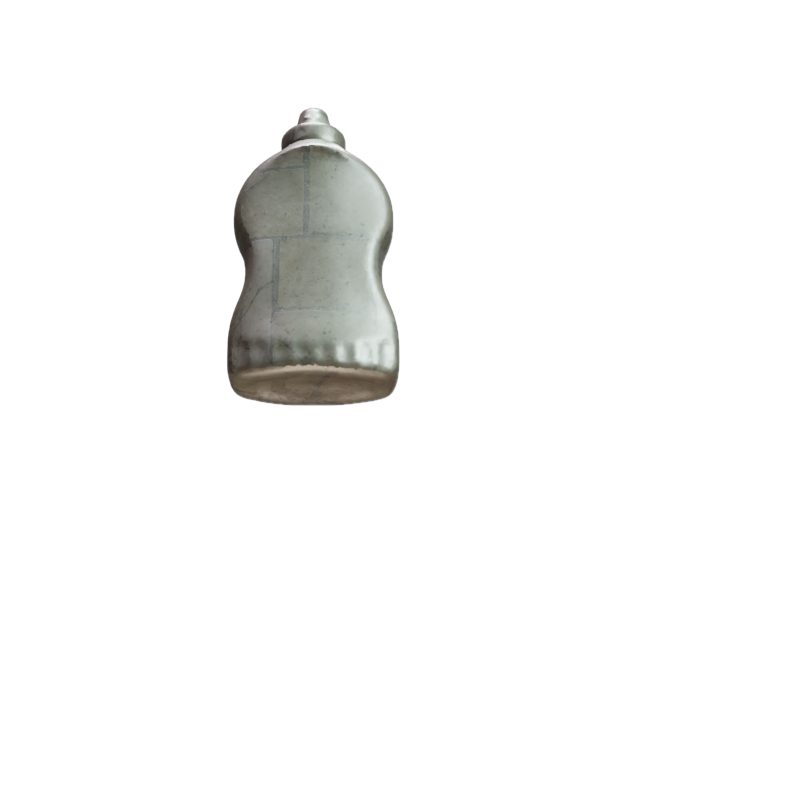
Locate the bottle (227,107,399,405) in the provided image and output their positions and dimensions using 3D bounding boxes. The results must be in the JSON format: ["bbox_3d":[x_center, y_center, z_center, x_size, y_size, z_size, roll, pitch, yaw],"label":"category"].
[{"bbox_3d":[-0.052,-0.094,0.663,0.096,0.204,0.055,-2,-29,0],"label":"bottle"}]
